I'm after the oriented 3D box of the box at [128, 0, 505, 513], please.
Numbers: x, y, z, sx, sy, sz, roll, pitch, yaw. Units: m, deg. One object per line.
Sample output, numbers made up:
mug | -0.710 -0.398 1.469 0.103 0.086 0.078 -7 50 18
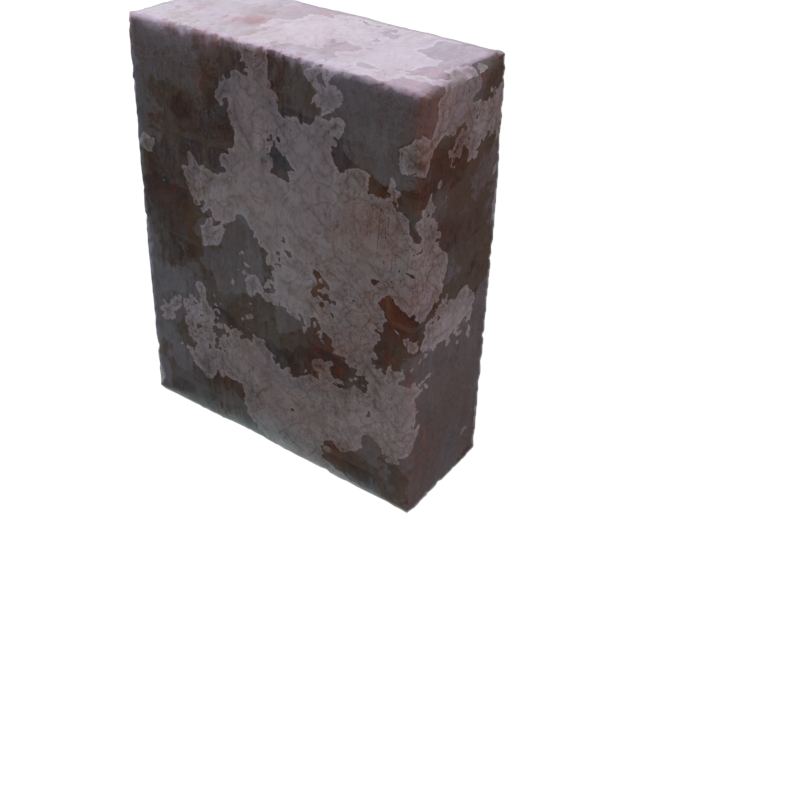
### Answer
box | -0.041 -0.076 0.530 0.173 0.201 0.072 24 38 30
